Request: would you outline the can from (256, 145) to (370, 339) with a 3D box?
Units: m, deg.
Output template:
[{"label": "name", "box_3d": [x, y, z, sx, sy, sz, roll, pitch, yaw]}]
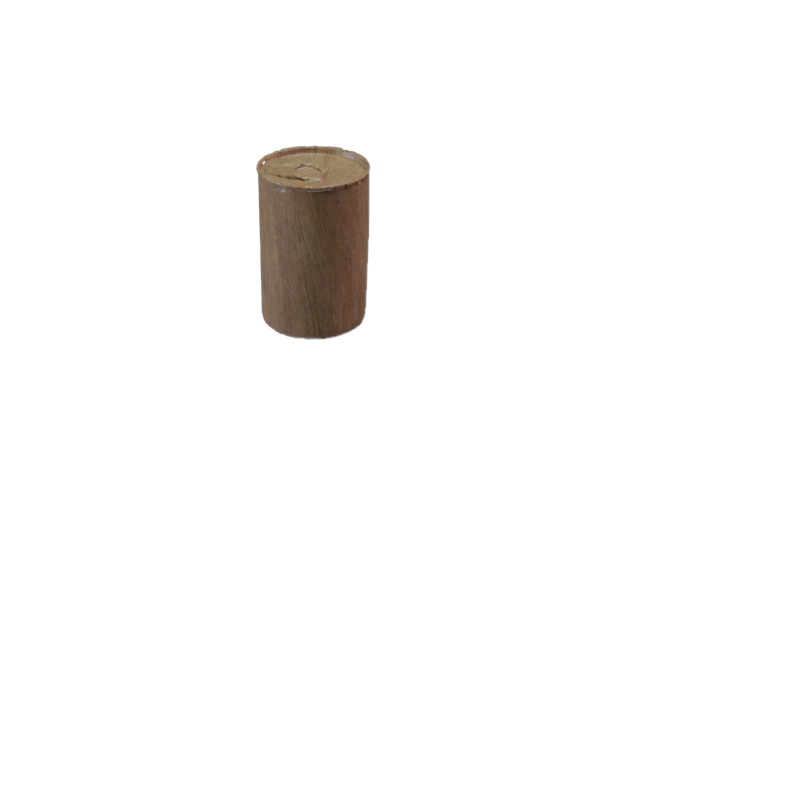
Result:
[{"label": "can", "box_3d": [-0.053, -0.097, 0.681, 0.068, 0.096, 0.073, 0, 29, -2]}]
